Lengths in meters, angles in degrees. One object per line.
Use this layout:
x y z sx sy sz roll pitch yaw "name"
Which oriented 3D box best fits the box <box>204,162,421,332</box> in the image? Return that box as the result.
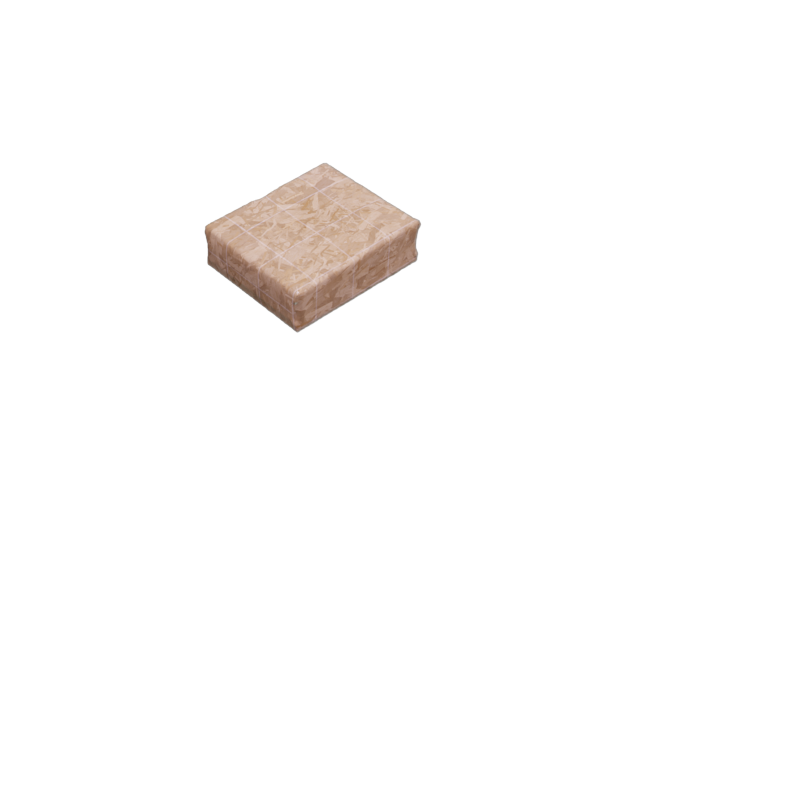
-0.045 -0.083 0.580 0.089 0.028 0.078 -33 53 -30 "box"
